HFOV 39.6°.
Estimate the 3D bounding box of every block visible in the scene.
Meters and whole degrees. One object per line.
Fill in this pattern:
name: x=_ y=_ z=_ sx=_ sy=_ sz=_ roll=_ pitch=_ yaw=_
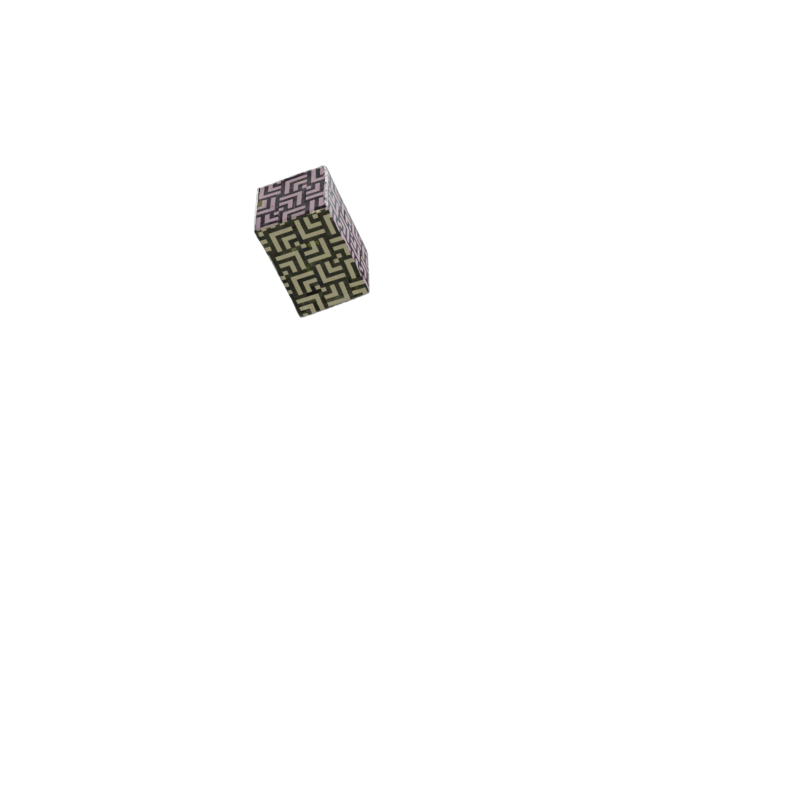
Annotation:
block: x=-0.058 y=-0.105 z=0.739 sx=0.053 sy=0.072 sz=0.055 roll=-18 pitch=36 yaw=11
